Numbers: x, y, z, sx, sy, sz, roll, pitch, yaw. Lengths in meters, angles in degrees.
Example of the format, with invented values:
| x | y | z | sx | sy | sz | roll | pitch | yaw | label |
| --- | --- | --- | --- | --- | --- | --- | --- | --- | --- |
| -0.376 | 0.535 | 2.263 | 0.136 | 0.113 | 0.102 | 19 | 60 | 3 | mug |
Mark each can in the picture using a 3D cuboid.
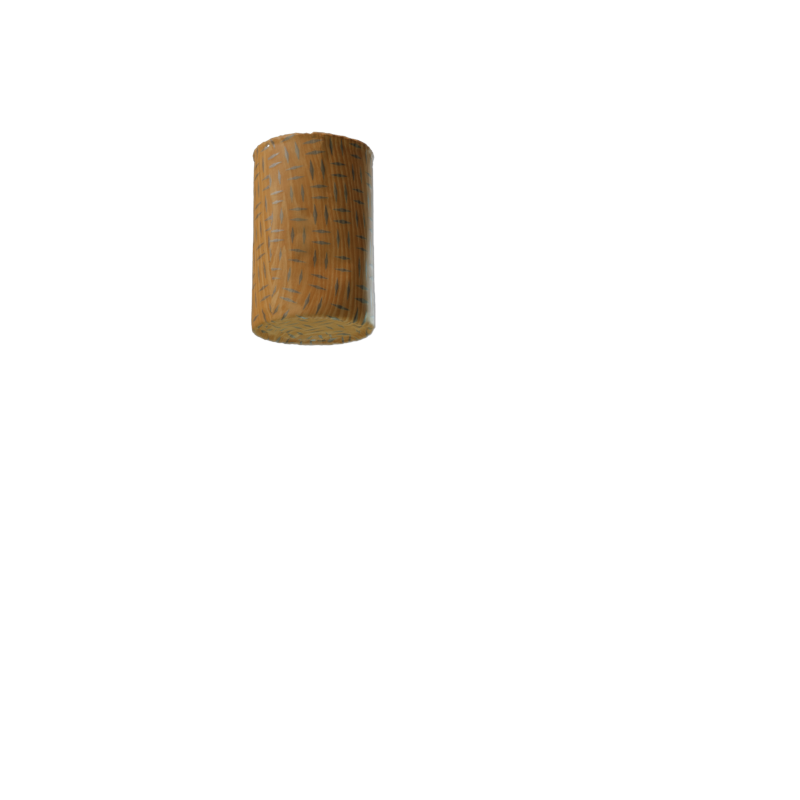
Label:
| x | y | z | sx | sy | sz | roll | pitch | yaw | label |
| --- | --- | --- | --- | --- | --- | --- | --- | --- | --- |
| -0.047 | -0.086 | 0.606 | 0.068 | 0.106 | 0.066 | 0 | -15 | -2 | can |
